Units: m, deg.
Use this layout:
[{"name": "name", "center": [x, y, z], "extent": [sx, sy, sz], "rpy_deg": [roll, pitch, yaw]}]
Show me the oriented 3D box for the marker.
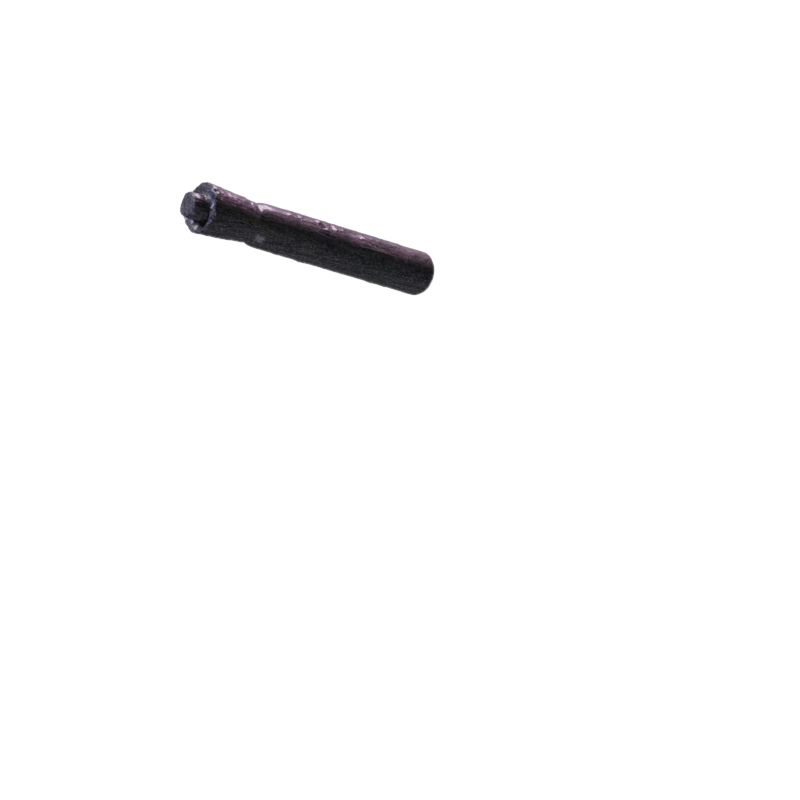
[{"name": "marker", "center": [-0.033, -0.061, 0.425], "extent": [0.114, 0.020, 0.021], "rpy_deg": [11, -4, -43]}]
